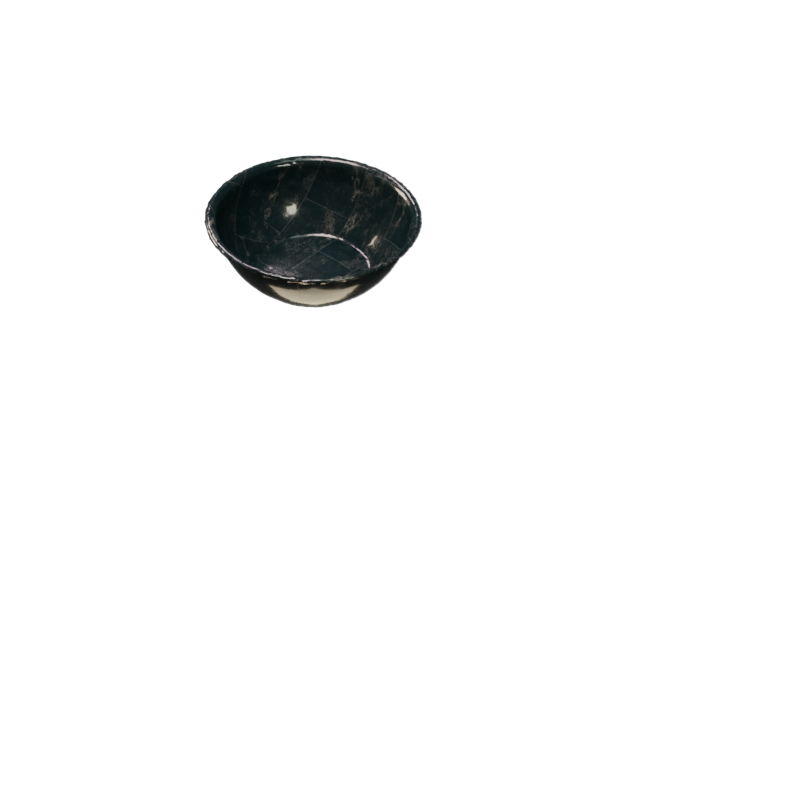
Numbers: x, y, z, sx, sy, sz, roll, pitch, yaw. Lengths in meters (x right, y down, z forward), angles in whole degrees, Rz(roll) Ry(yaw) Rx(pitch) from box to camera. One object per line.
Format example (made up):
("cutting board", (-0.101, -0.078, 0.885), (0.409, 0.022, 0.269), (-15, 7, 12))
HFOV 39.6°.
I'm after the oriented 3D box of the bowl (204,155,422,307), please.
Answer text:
("bowl", (-0.066, -0.120, 0.839), (0.162, 0.051, 0.174), (-1, 41, -2))
